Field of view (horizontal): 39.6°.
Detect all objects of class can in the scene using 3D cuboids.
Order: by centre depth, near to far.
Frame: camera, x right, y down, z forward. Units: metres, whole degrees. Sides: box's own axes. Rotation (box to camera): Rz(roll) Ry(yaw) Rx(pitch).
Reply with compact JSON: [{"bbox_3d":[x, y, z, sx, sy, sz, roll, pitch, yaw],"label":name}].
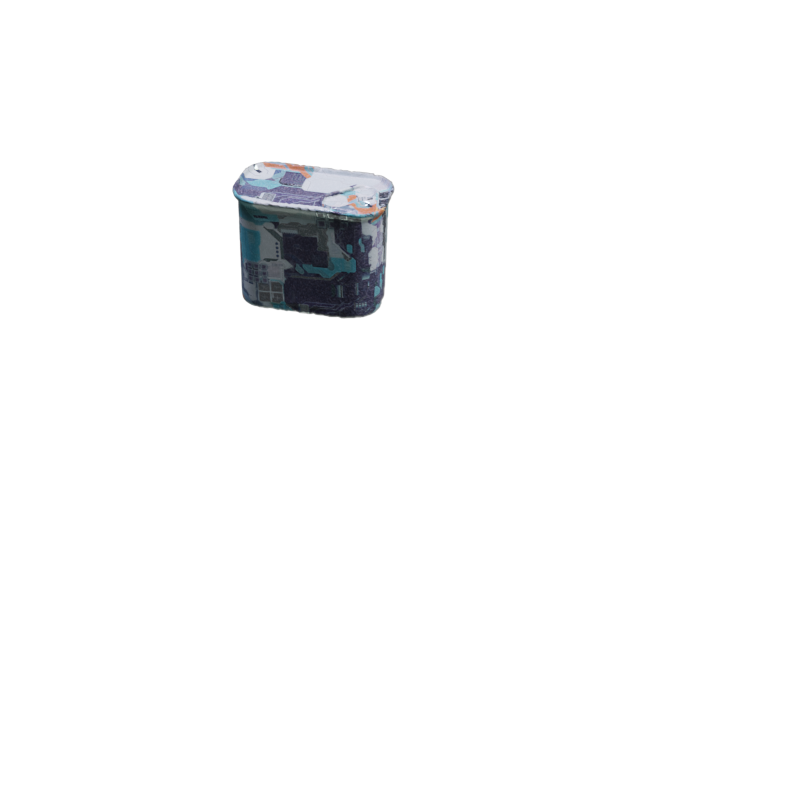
[{"bbox_3d":[-0.058,-0.105,0.736,0.104,0.079,0.060,9,35,11],"label":"can"}]
